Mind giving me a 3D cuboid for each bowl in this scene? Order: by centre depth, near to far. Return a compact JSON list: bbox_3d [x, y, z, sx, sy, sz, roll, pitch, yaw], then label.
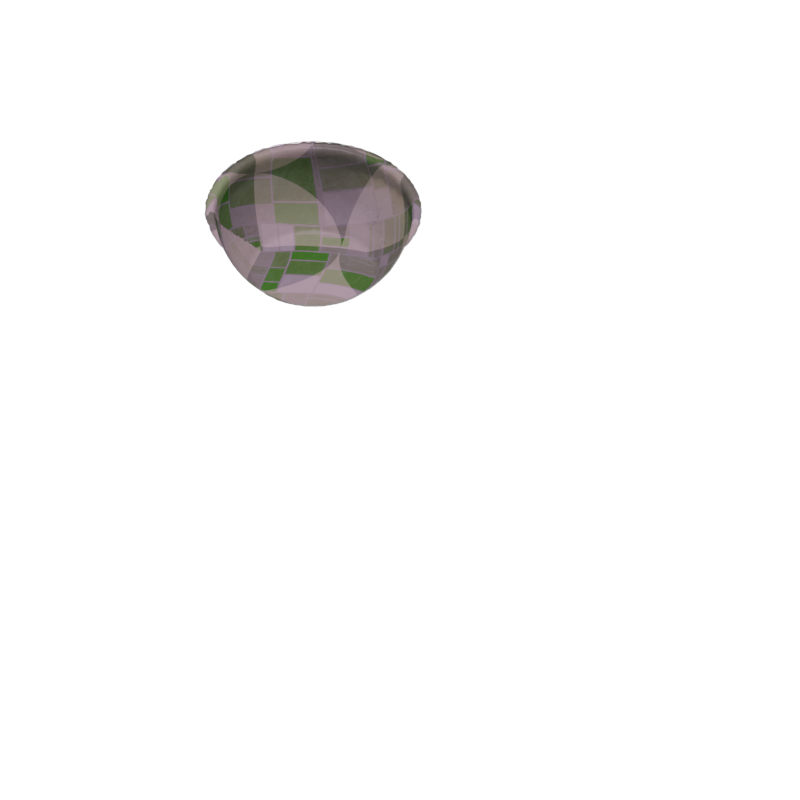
[{"bbox_3d":[-0.064,-0.116,0.813,0.162,0.059,0.152,1,-33,-2],"label":"bowl"}]
